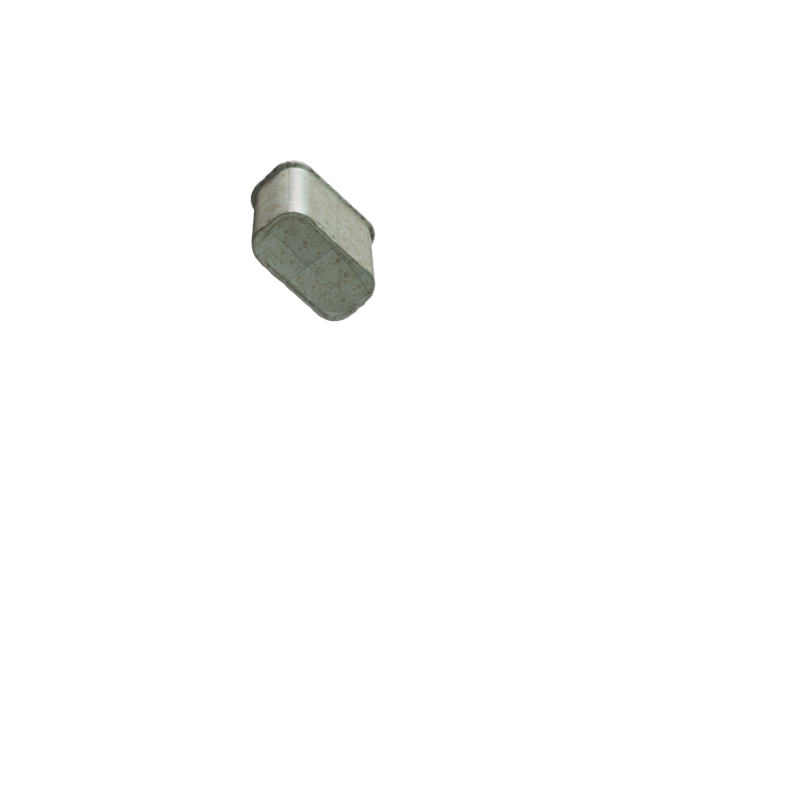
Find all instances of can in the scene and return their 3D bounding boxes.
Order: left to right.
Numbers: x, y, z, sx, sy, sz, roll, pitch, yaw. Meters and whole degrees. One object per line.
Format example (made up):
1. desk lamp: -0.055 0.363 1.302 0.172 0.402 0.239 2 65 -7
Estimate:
1. can: -0.065 -0.118 0.827 0.097 0.057 0.089 41 22 -23
